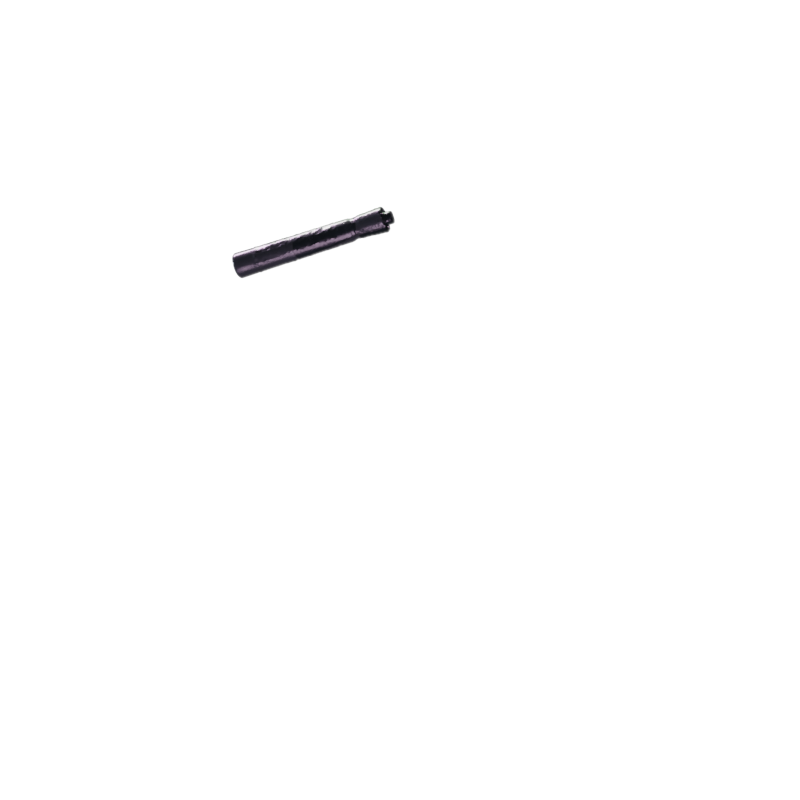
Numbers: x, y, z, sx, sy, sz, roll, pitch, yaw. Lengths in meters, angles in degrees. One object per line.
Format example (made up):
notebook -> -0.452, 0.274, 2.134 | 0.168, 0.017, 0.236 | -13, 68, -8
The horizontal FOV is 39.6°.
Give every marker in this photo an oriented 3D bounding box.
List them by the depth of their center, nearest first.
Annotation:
marker -> -0.062, -0.113, 0.789 | 0.122, 0.020, 0.019 | -15, 0, 17
